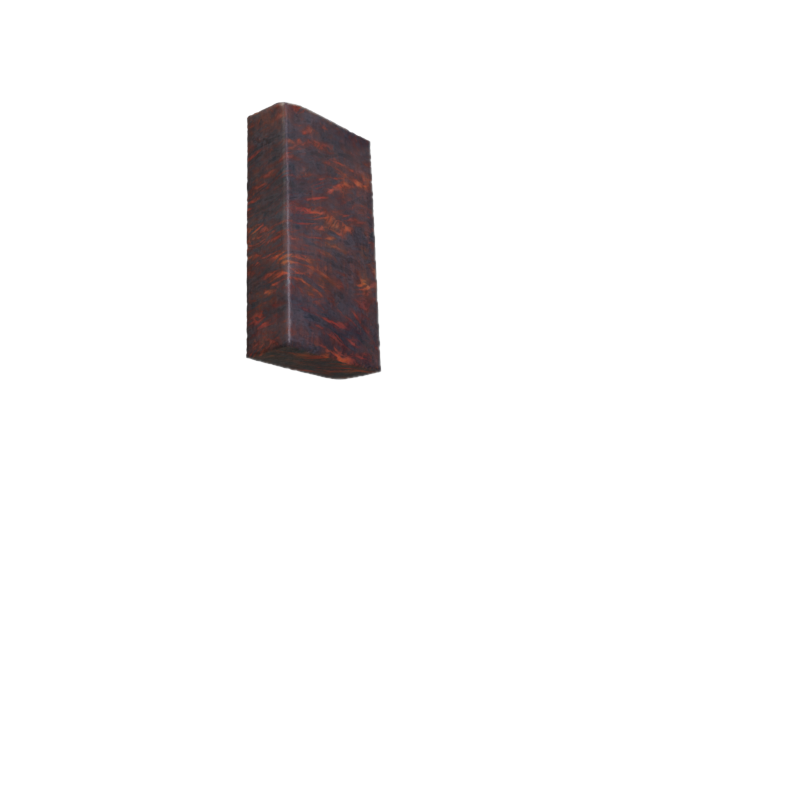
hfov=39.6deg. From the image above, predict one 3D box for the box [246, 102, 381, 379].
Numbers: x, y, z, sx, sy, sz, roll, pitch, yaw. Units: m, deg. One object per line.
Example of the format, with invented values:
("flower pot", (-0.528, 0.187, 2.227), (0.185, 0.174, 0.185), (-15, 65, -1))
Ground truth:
("box", (-0.059, -0.108, 0.756), (0.049, 0.184, 0.088), (-17, -24, 38))
